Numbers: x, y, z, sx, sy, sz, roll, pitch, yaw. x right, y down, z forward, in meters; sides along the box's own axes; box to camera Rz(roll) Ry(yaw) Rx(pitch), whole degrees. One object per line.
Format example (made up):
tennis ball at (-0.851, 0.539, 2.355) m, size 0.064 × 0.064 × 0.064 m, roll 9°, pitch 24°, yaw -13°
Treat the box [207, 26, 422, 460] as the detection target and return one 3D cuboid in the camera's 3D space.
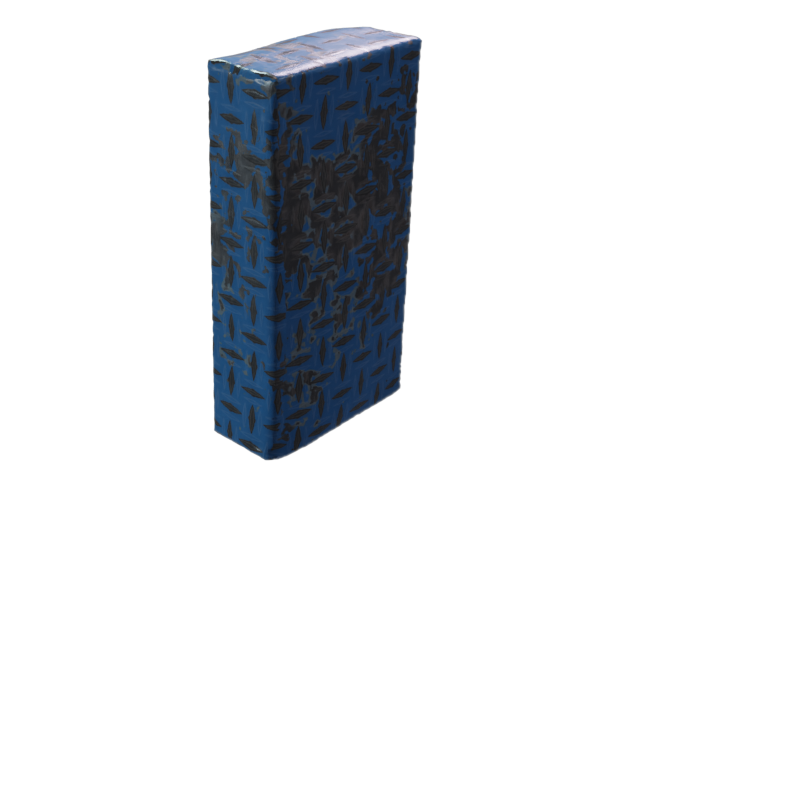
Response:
box at (-0.038, -0.070, 0.489) m, size 0.051 × 0.167 × 0.093 m, roll 20°, pitch 31°, yaw 35°
